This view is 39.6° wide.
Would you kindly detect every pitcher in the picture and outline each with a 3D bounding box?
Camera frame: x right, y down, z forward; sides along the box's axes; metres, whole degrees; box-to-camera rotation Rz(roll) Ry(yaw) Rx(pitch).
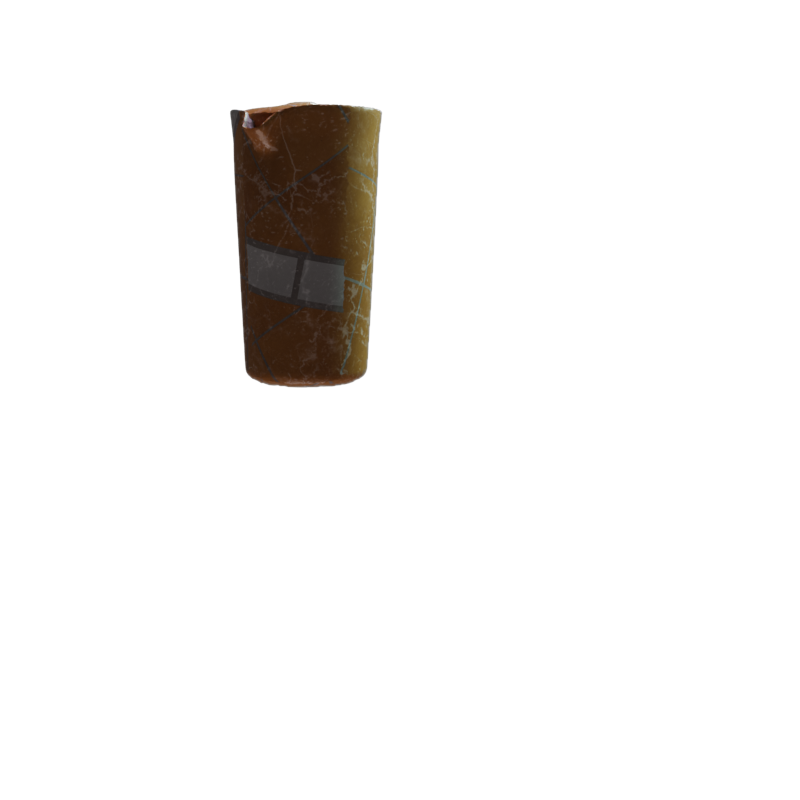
[{"bbox_3d":[-0.077,-0.140,0.984,0.146,0.241,0.149,-1,4,-16],"label":"pitcher"}]
